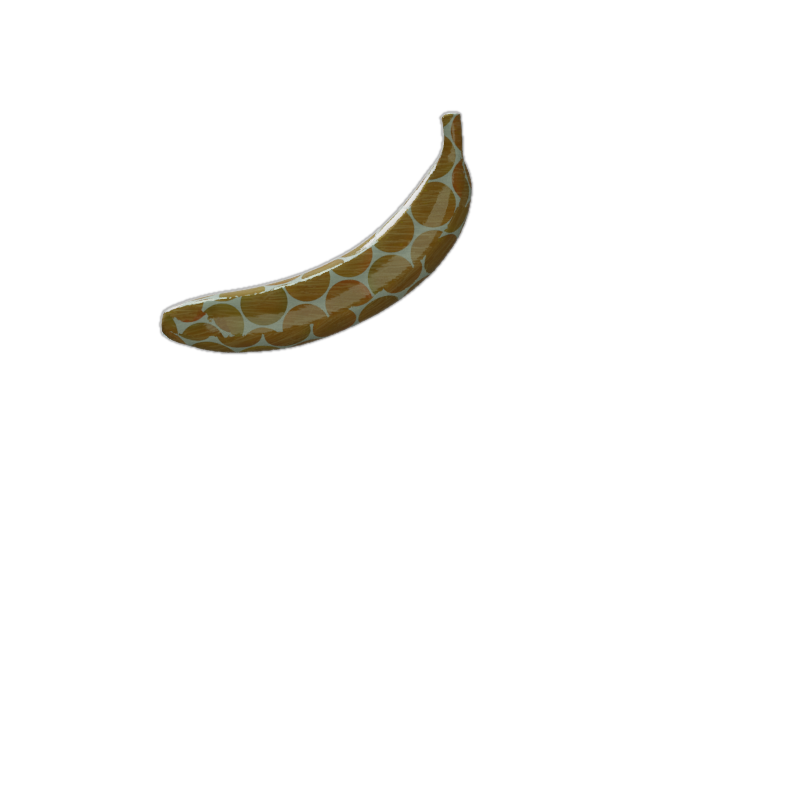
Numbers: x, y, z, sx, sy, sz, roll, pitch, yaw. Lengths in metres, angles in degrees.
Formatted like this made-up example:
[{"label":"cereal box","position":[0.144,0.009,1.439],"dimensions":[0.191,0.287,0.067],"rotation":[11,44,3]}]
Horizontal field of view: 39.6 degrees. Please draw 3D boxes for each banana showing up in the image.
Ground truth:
[{"label":"banana","position":[-0.033,-0.073,0.601],"dimensions":[0.198,0.069,0.037],"rotation":[-35,4,1]}]
